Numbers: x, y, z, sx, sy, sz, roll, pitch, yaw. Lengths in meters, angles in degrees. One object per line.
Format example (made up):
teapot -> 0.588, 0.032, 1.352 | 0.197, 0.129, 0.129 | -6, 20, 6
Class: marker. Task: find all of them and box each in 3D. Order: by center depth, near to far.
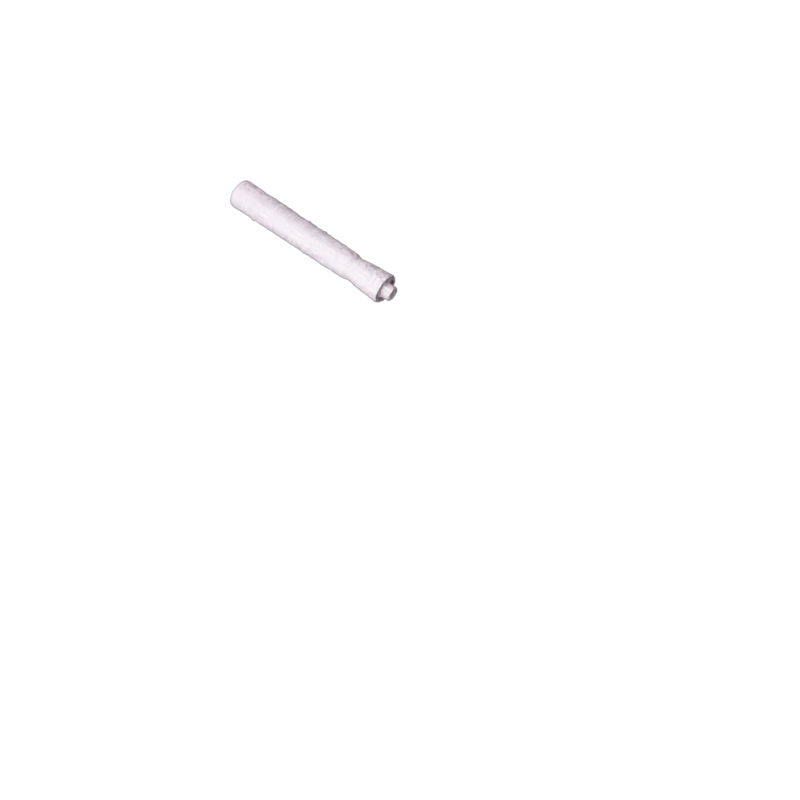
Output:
marker -> -0.051, -0.094, 0.657 | 0.128, 0.019, 0.019 | 36, 19, 24
